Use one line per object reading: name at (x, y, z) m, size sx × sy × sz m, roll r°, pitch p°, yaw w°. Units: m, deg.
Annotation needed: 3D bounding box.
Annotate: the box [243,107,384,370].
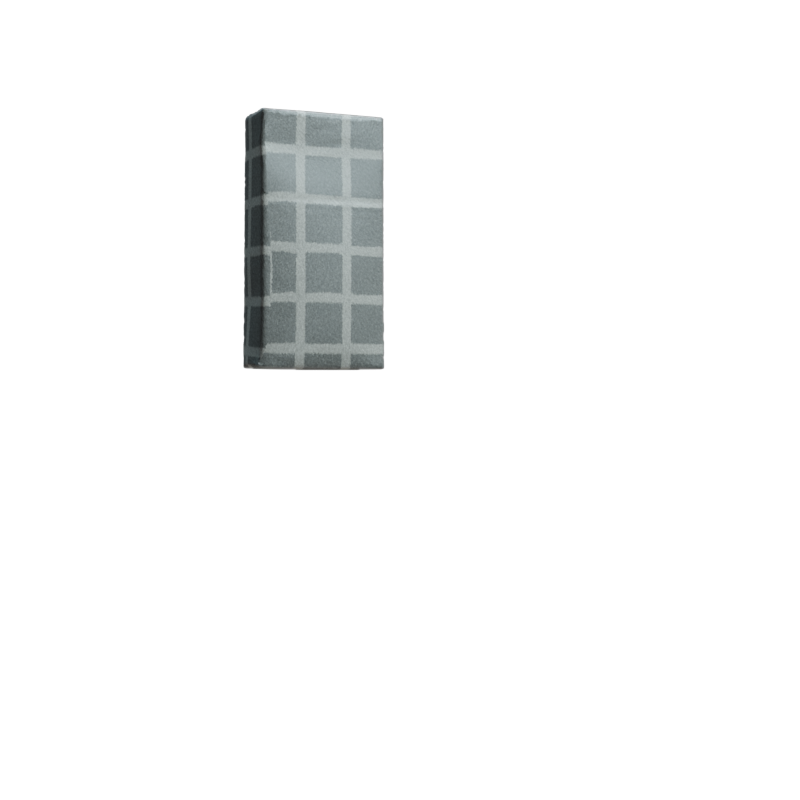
box at (-0.060, -0.110, 0.768) m, size 0.091 × 0.179 × 0.049 m, roll 2°, pitch -6°, yaw -23°
